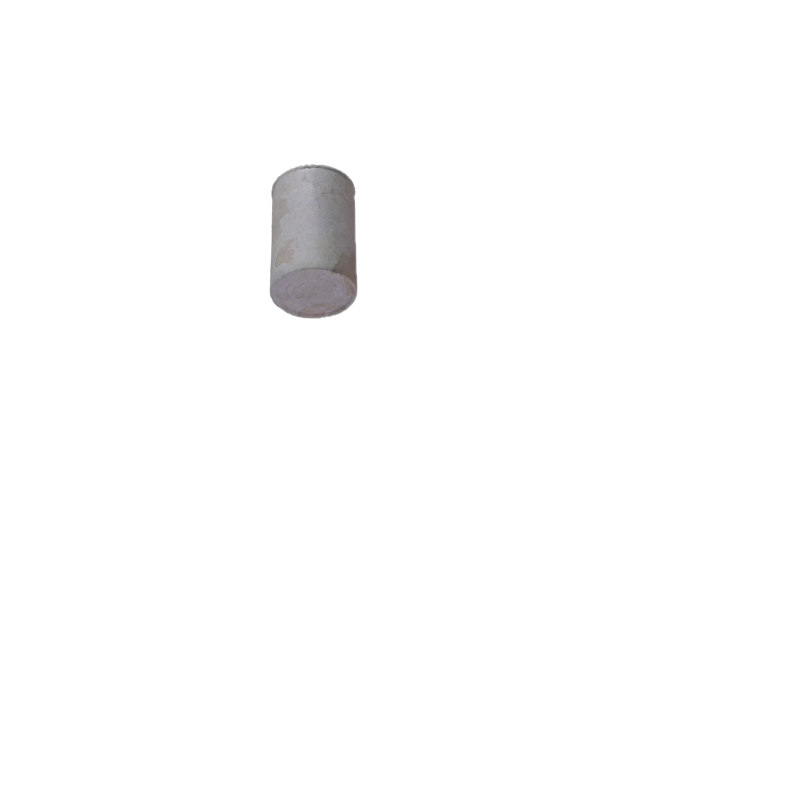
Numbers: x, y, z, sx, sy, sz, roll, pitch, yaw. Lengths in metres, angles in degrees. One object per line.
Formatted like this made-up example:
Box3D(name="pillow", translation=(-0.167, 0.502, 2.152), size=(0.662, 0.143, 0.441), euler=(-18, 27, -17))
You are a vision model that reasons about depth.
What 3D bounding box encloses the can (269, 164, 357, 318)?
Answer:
Box3D(name="can", translation=(-0.068, -0.123, 0.864), size=(0.068, 0.109, 0.064), euler=(-1, -34, -2))
